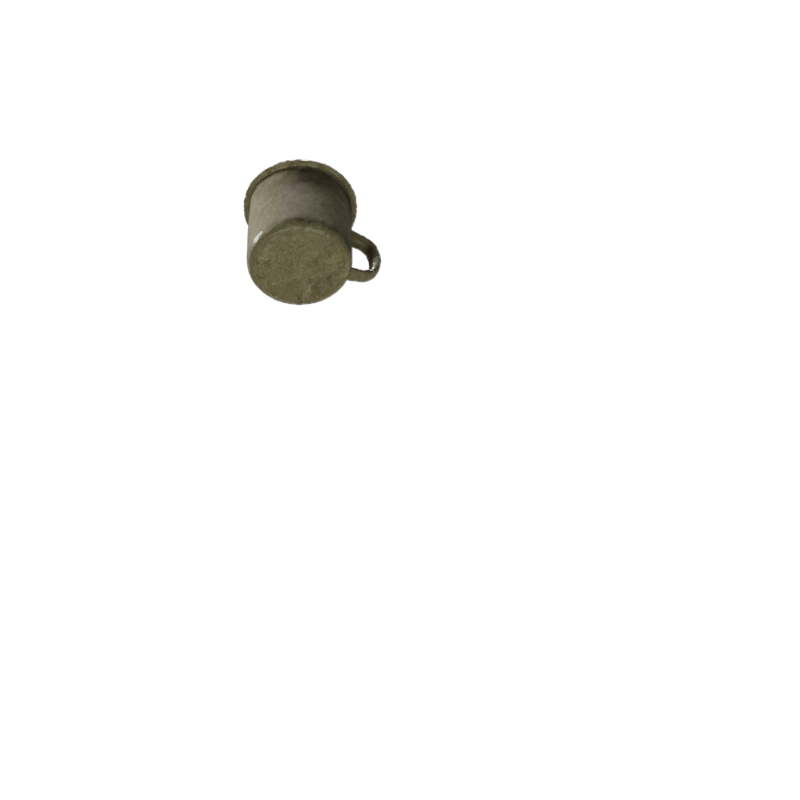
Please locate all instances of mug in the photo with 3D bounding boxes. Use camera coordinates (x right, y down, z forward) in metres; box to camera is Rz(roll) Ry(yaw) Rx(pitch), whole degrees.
[{"bbox_3d":[-0.069,-0.125,0.876,0.113,0.090,0.087,23,35,-19],"label":"mug"}]
